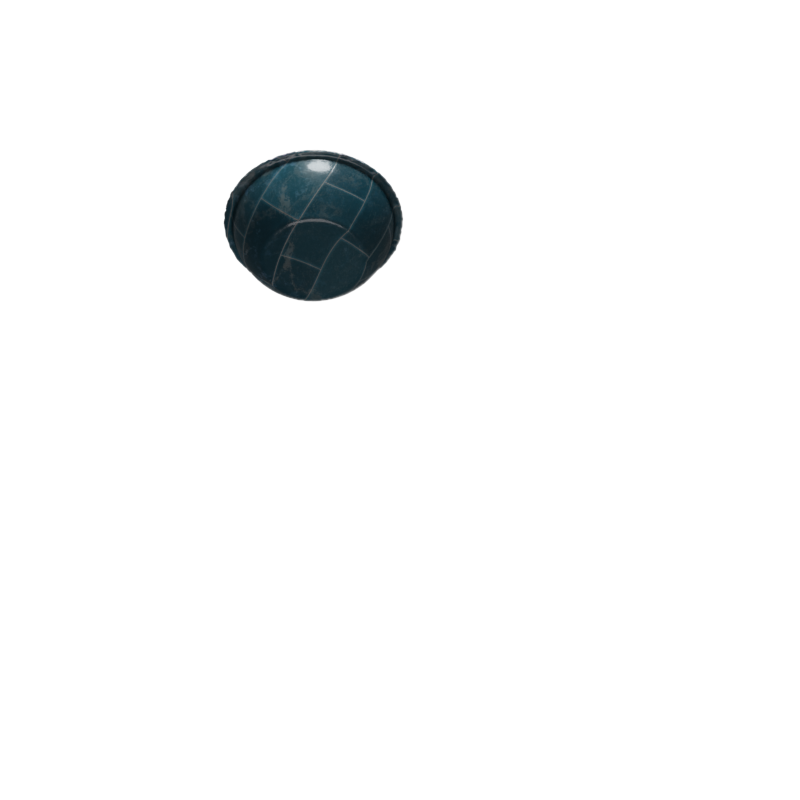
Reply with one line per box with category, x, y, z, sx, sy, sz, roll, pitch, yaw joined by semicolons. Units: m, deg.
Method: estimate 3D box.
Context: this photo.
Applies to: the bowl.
bowl;-0.077;-0.140;0.982;0.162;0.151;0.059;1;41;-1
